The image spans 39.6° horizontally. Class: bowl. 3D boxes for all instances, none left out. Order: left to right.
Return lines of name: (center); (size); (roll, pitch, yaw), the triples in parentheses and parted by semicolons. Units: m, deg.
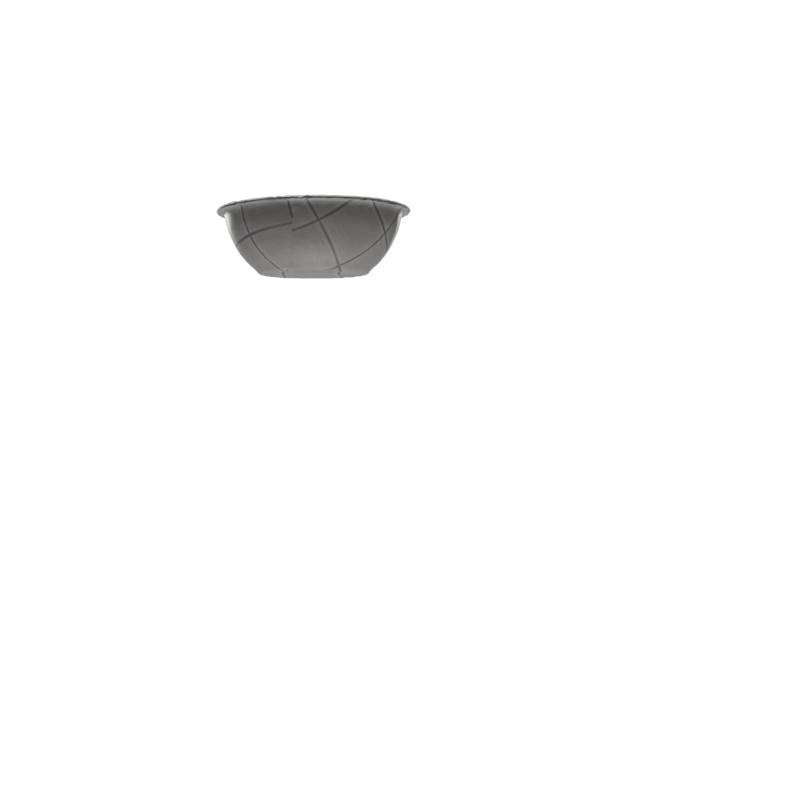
bowl: (-0.072, -0.132, 0.922); (0.162, 0.055, 0.161); (0, 1, -2)
